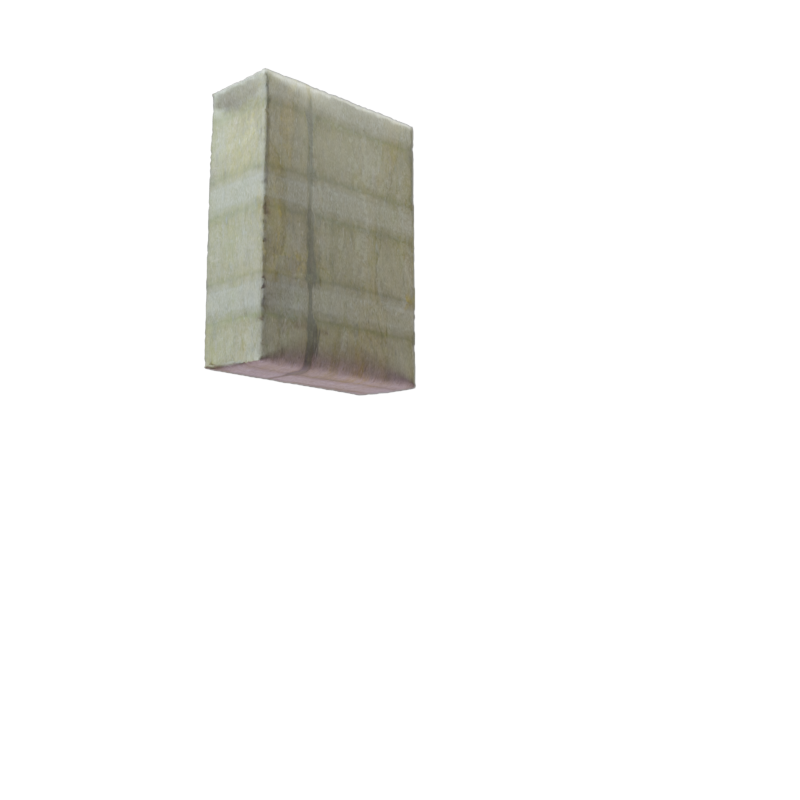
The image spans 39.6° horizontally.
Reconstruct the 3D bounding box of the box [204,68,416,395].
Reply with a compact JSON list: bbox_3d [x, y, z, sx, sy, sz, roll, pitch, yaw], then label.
[{"bbox_3d":[-0.065,-0.119,0.832,0.073,0.222,0.155,-15,-19,42],"label":"box"}]
